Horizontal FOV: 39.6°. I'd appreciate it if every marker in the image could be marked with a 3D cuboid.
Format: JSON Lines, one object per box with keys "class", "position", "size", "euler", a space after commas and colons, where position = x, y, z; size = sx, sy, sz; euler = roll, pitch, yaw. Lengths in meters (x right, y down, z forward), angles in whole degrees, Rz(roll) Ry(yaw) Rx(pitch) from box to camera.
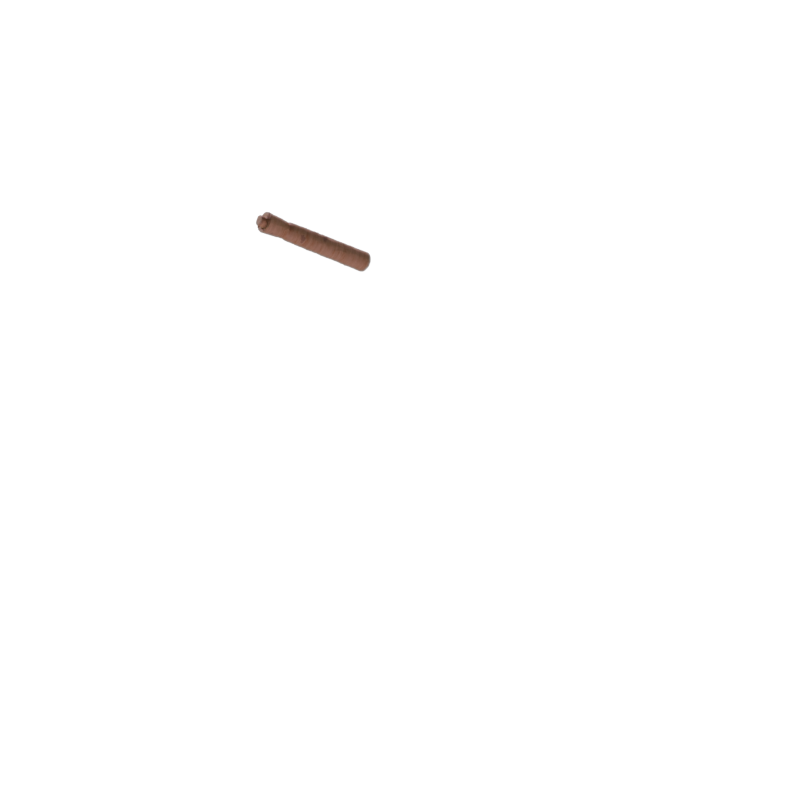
{"class": "marker", "position": [-0.077, -0.141, 0.989], "size": [0.114, 0.020, 0.021], "euler": [18, -7, -35]}
